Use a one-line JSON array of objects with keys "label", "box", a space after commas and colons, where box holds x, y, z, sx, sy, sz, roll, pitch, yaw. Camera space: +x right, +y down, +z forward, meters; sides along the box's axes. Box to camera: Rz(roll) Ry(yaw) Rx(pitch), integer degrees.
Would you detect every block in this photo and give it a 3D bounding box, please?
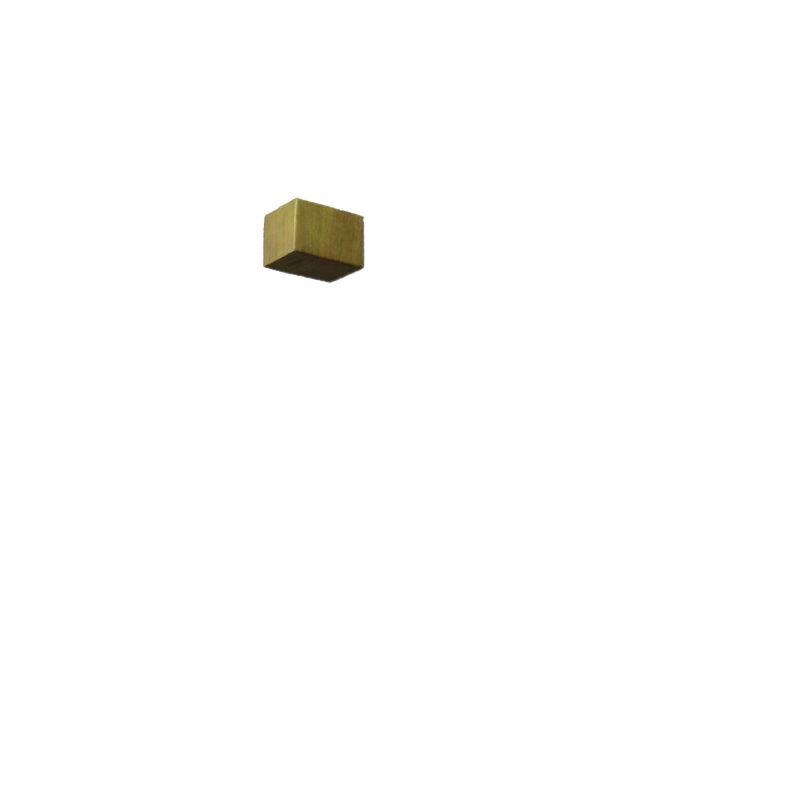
[{"label": "block", "box": [-0.078, -0.142, 0.992, 0.074, 0.054, 0.053, 11, -20, -36]}]
